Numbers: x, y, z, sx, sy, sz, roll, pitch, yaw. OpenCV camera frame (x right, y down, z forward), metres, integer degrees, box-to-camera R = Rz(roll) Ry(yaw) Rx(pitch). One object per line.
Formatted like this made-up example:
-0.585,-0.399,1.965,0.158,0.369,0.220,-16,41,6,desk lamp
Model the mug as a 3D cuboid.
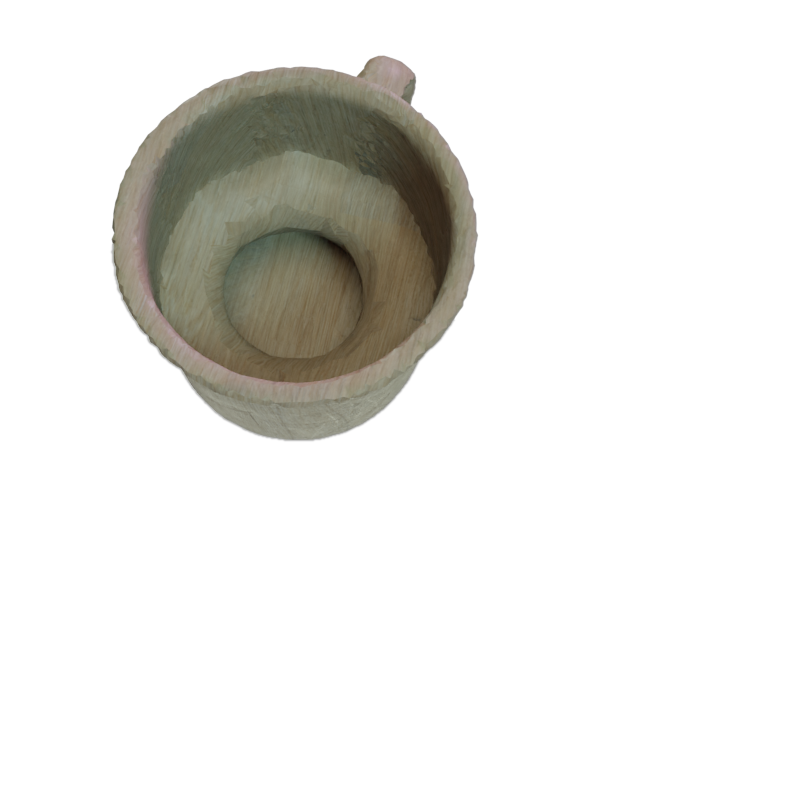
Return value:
-0.025,-0.046,0.322,0.095,0.121,0.078,21,-17,5,mug
